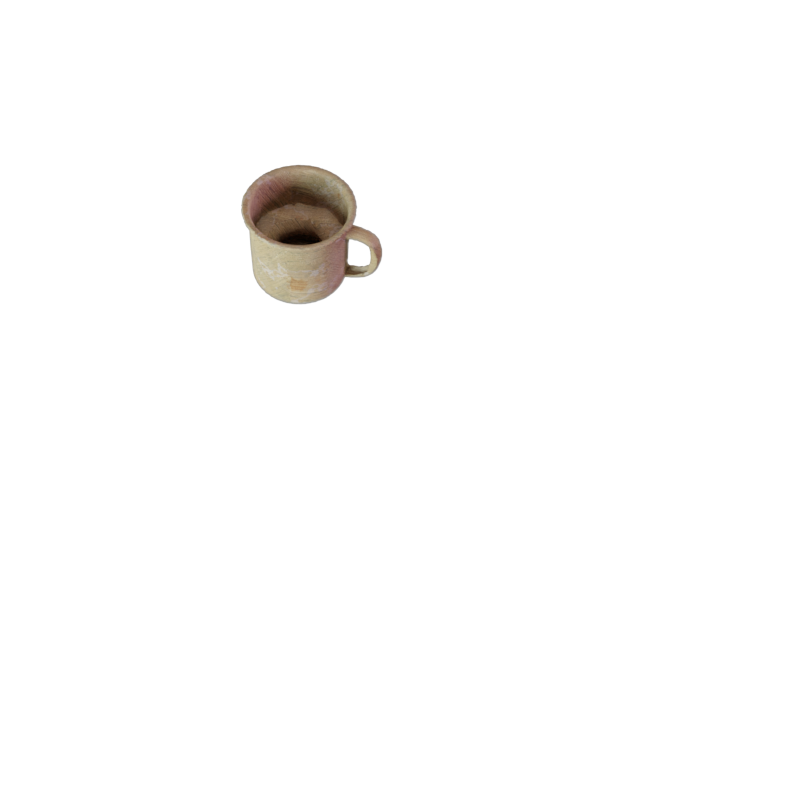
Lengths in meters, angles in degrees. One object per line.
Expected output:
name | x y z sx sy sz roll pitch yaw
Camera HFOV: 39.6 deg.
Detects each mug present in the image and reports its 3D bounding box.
mug | -0.072 -0.131 0.916 0.119 0.098 0.076 13 -36 8
